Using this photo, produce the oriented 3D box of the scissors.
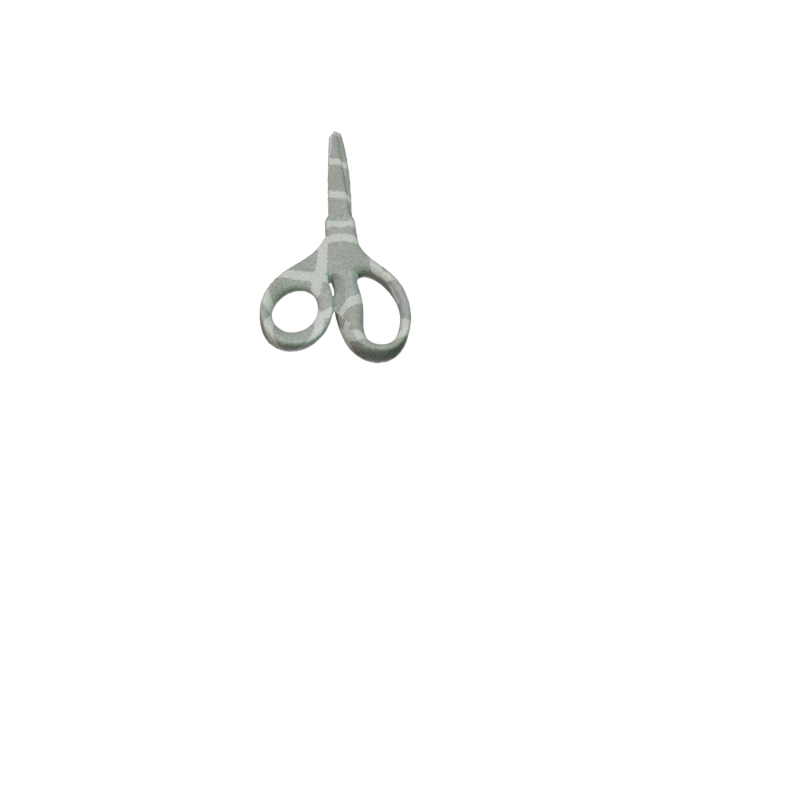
[{"bbox_3d":[-0.054,-0.098,0.689,0.095,0.218,0.015,-13,-41,-12],"label":"scissors"}]
